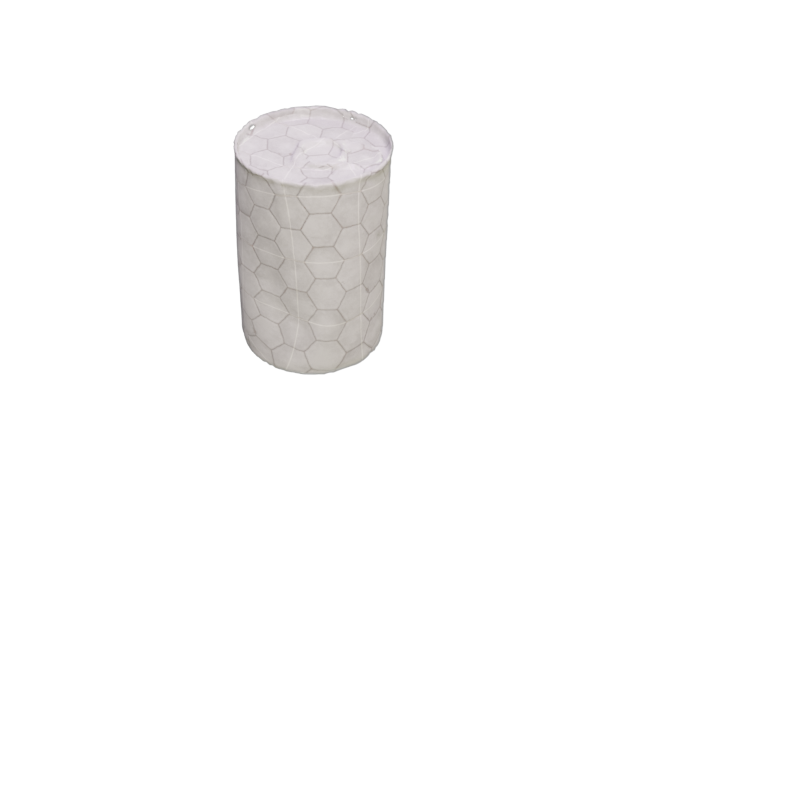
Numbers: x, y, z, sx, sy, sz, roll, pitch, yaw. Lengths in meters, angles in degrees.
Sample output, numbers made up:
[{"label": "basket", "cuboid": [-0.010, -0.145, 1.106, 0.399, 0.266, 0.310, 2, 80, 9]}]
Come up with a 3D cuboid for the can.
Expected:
[{"label": "can", "cuboid": [-0.039, -0.071, 0.496, 0.068, 0.096, 0.073, 0, 37, -3]}]
